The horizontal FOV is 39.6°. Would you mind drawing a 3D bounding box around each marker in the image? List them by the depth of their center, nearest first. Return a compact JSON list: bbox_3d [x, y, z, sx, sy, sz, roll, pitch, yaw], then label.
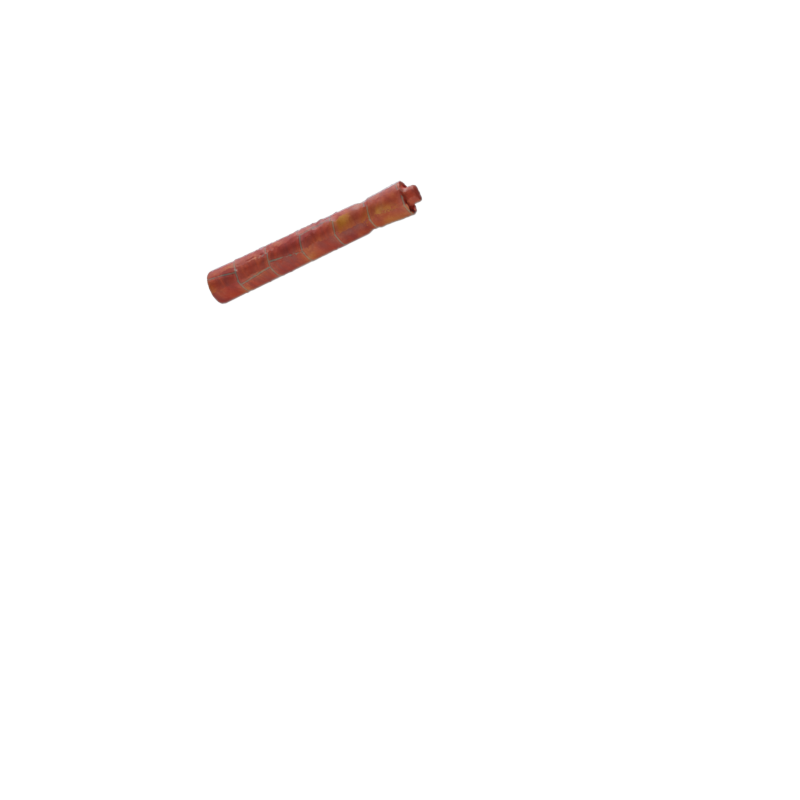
[{"bbox_3d":[-0.044,-0.081,0.566,0.121,0.020,0.019,-22,-4,20],"label":"marker"}]
